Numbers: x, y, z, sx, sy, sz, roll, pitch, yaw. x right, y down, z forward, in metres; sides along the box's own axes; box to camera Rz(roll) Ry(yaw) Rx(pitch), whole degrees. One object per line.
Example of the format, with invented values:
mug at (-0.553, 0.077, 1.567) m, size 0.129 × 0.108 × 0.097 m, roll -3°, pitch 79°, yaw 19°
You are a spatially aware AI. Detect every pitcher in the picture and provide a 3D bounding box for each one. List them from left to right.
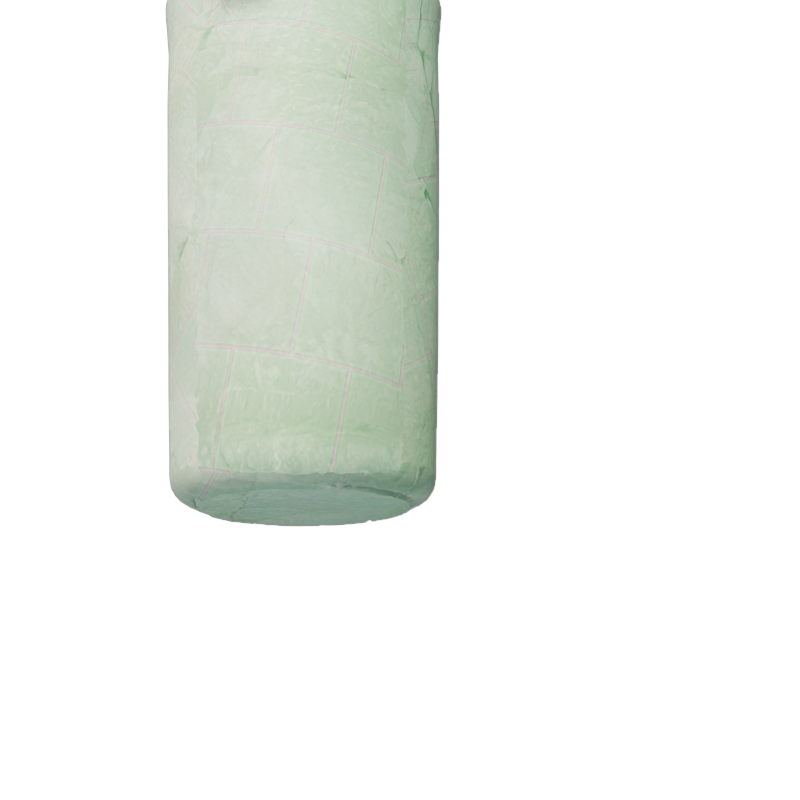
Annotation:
pitcher at (-0.039, -0.072, 0.502) m, size 0.144 × 0.255 × 0.143 m, roll 9°, pitch -23°, yaw -26°
